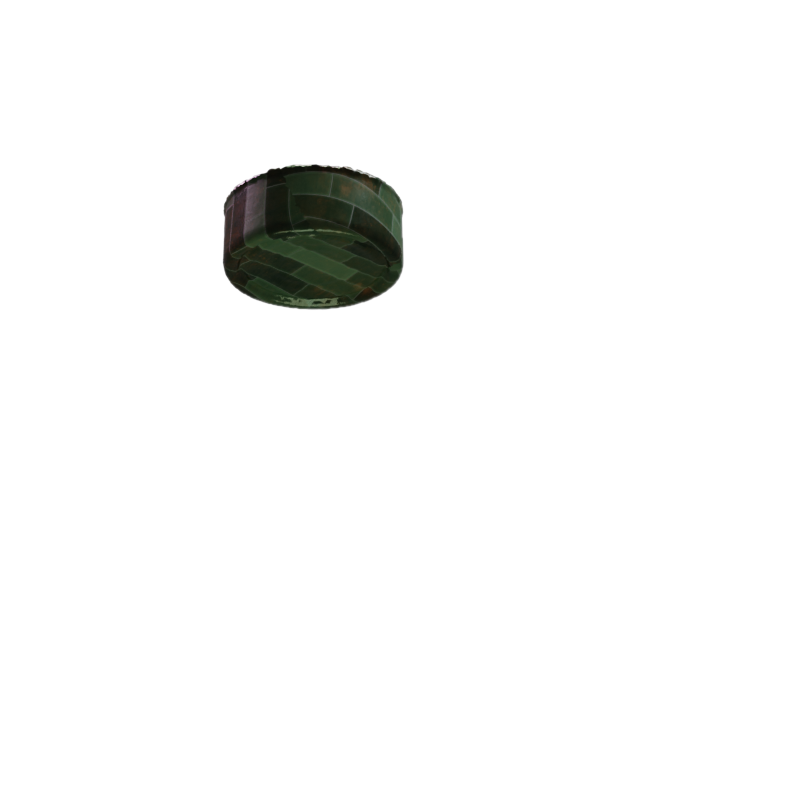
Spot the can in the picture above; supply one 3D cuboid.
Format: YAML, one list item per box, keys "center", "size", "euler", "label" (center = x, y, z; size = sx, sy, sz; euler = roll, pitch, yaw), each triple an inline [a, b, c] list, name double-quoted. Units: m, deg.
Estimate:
- center: [-0.041, -0.075, 0.523]
  size: [0.086, 0.035, 0.081]
  euler: [1, -23, -2]
  label: "can"
